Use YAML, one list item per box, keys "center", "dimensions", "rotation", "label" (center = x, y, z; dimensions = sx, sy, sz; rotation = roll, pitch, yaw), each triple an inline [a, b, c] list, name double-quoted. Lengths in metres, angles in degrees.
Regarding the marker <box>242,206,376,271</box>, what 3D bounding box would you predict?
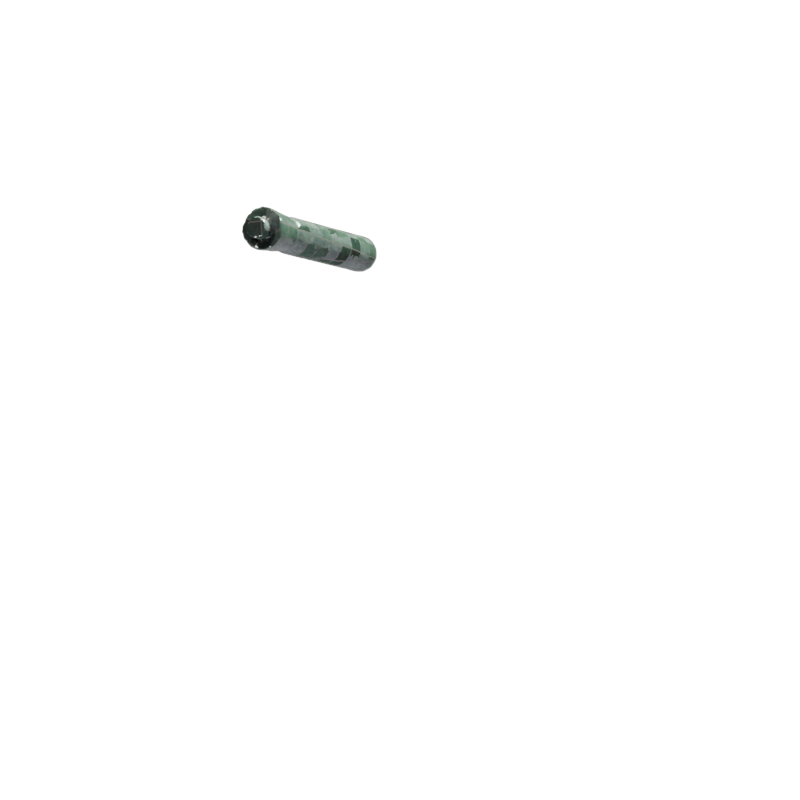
- center: [-0.041, -0.075, 0.524]
  dimensions: [0.020, 0.020, 0.117]
  rotation: [2, 2, 21]
  label: "marker"
